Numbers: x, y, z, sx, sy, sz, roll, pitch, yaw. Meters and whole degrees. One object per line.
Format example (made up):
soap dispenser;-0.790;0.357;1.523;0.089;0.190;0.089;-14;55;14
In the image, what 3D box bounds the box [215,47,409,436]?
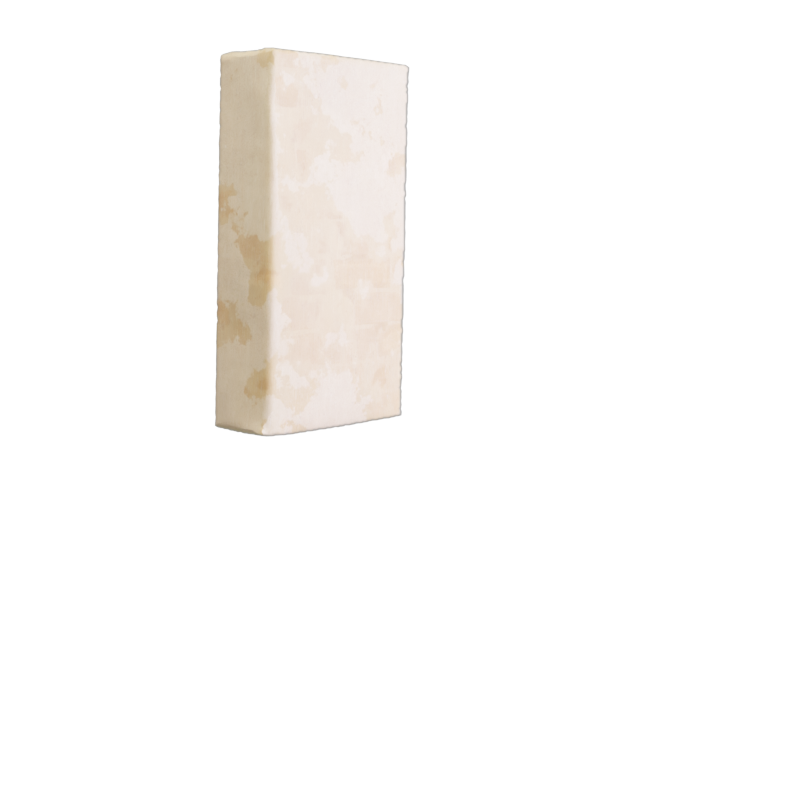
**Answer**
box;-0.042;-0.076;0.534;0.050;0.176;0.090;1;3;44
